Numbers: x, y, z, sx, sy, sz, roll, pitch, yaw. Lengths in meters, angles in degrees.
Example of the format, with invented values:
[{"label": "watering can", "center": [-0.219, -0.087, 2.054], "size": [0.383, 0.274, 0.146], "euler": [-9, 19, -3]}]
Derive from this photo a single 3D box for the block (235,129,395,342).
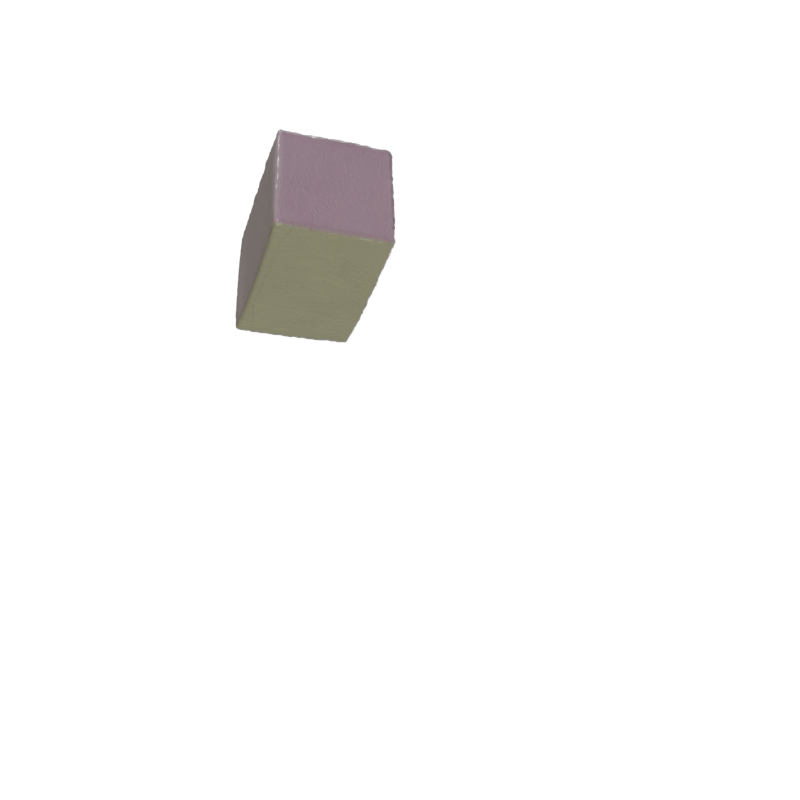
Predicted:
[{"label": "block", "center": [-0.038, -0.069, 0.483], "size": [0.051, 0.055, 0.074], "euler": [9, -36, -15]}]
